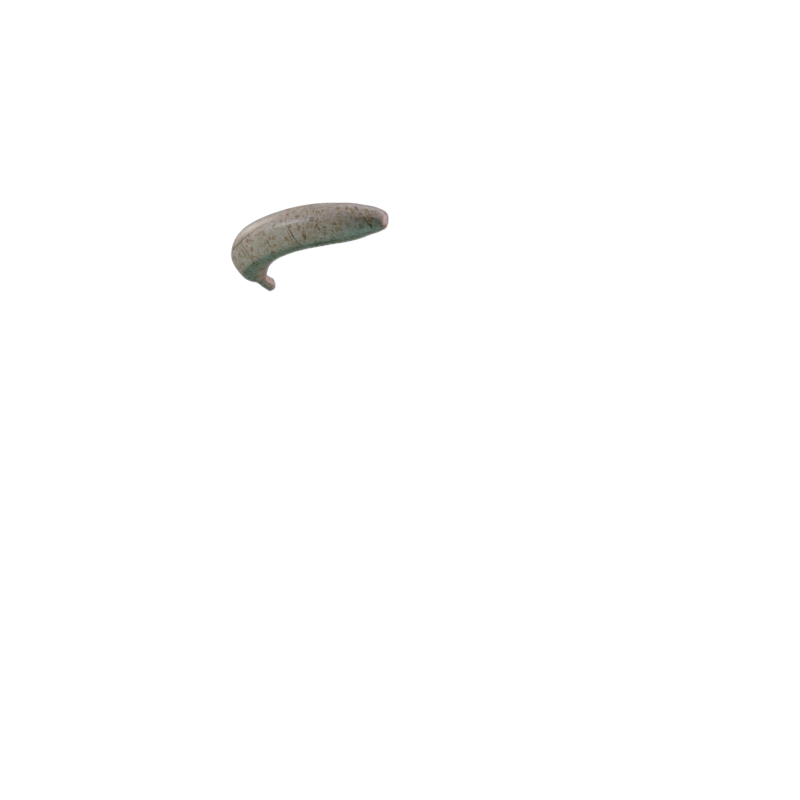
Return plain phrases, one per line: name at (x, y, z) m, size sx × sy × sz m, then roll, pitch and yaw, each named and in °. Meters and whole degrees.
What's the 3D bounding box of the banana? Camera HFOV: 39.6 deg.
banana at (-0.090, -0.132, 0.915) m, size 0.067 × 0.038 × 0.200 m, roll 7°, pitch -12°, yaw -33°
